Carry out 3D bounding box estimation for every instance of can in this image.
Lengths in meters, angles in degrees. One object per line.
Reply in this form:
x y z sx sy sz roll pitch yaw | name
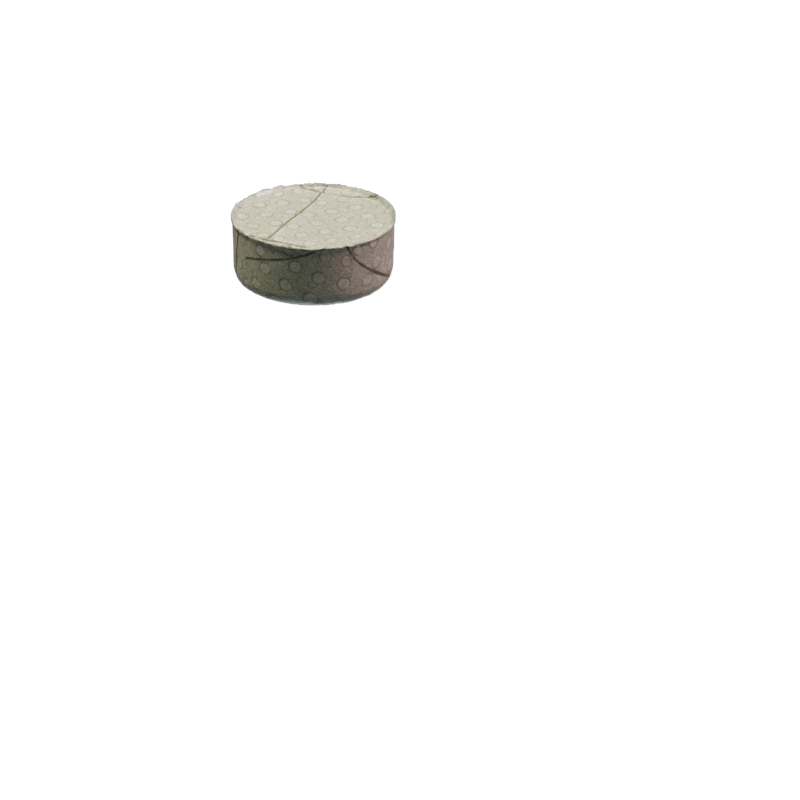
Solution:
-0.045 -0.083 0.581 0.086 0.032 0.091 -1 31 -2 | can
